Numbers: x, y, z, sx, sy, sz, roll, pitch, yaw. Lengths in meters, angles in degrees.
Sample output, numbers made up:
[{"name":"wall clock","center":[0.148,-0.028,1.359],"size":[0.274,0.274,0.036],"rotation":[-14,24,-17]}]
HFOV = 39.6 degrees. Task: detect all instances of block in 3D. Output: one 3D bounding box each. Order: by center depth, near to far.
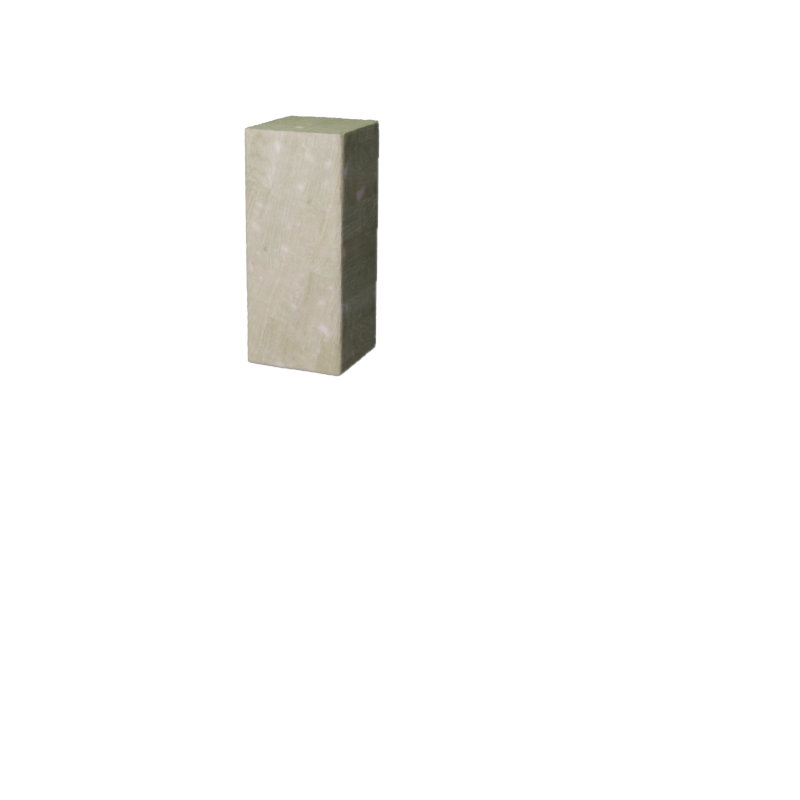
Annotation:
[{"name":"block","center":[-0.075,-0.137,0.962],"size":[0.093,0.199,0.091],"rotation":[7,16,21]}]
